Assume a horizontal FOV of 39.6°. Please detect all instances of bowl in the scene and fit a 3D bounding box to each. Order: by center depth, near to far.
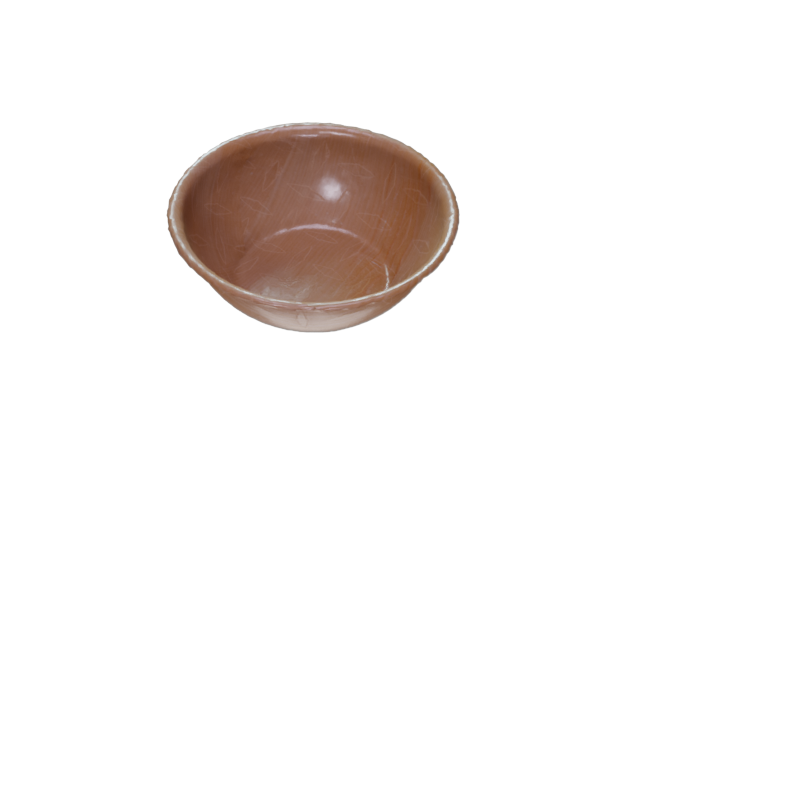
[{"bbox_3d":[-0.049,-0.090,0.630,0.162,0.174,0.051,-1,-45,-1],"label":"bowl"}]
